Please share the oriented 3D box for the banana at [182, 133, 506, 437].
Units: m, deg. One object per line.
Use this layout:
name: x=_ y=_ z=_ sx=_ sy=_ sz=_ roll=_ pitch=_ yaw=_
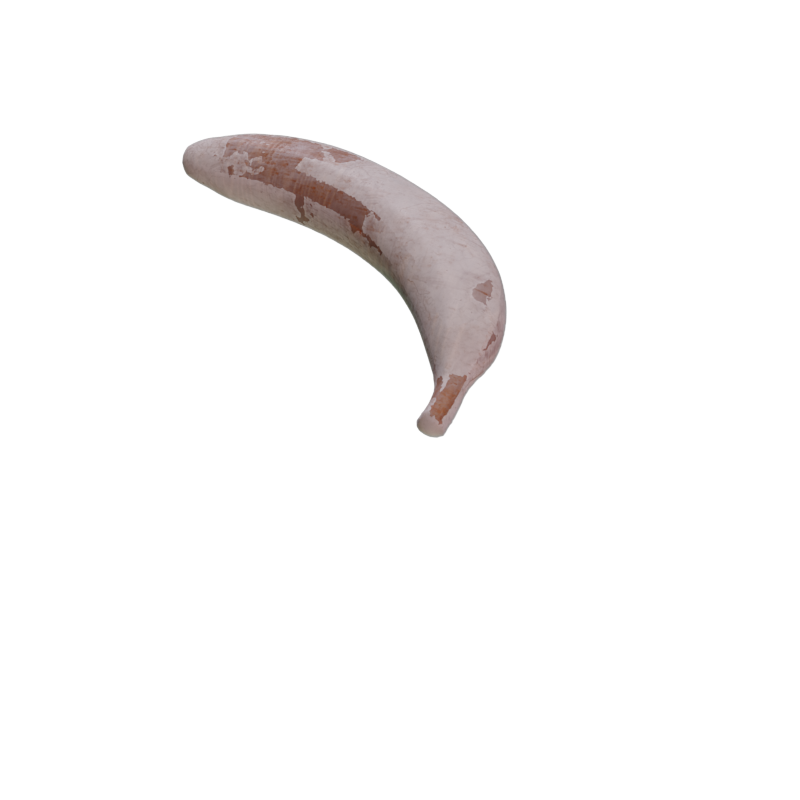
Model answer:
banana: x=-0.017 y=-0.068 z=0.449 sx=0.069 sy=0.034 sz=0.214 roll=-22 pitch=45 yaw=-24
